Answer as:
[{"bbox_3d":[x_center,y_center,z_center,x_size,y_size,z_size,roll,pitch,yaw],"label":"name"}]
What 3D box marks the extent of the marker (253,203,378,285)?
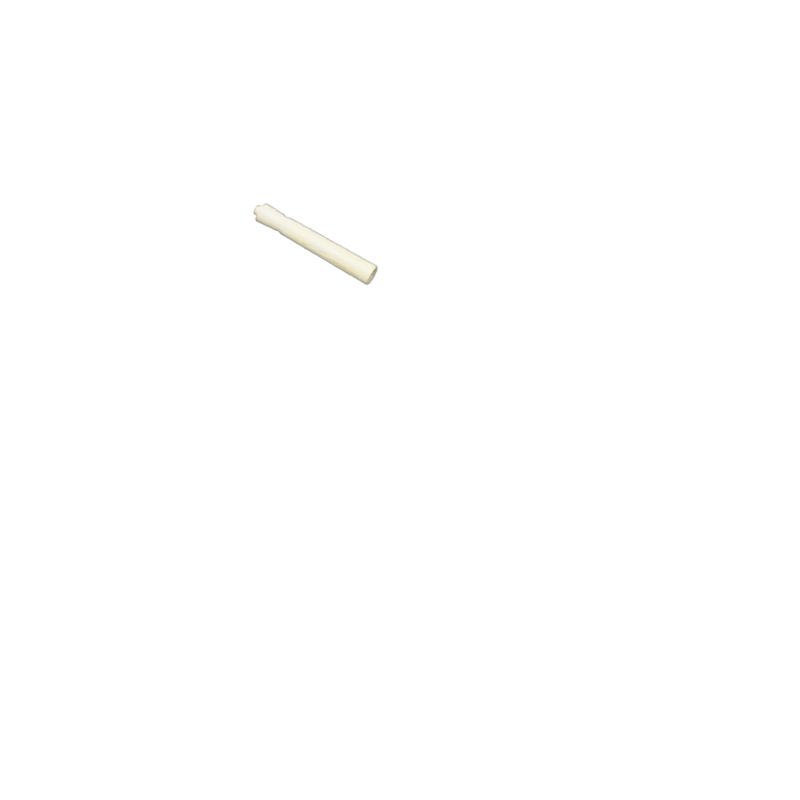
[{"bbox_3d":[-0.075,-0.137,0.957,0.125,0.019,0.019,31,12,16],"label":"marker"}]
